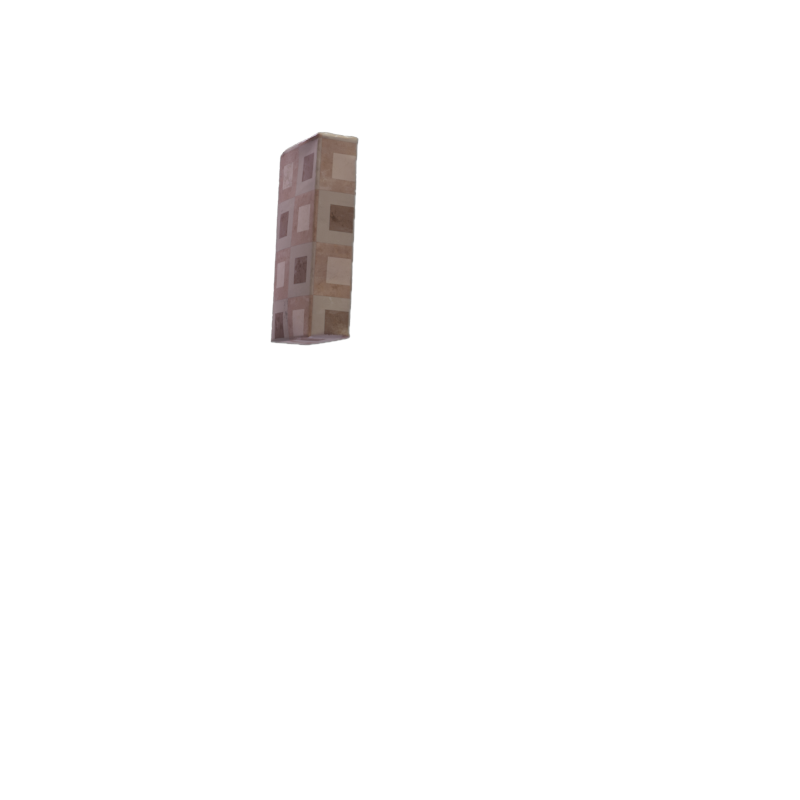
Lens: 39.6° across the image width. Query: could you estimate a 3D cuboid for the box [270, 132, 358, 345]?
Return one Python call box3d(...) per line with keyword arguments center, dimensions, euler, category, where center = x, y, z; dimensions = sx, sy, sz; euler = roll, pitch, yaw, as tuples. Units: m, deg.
box3d(center=(-0.076, -0.139, 0.972), dimensions=(0.046, 0.180, 0.095), euler=(3, -8, -27), category="box")
